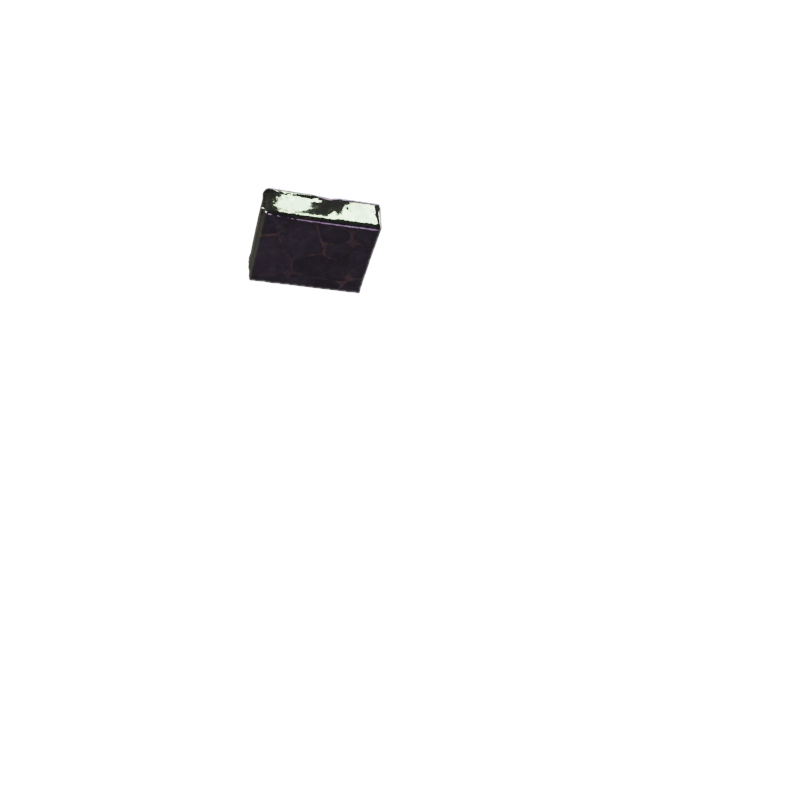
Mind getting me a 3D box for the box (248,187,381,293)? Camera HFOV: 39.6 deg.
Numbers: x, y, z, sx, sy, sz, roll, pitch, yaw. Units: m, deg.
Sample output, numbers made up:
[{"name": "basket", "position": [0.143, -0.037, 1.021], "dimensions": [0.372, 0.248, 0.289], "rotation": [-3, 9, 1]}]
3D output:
[{"name": "box", "position": [-0.065, -0.119, 0.832], "dimensions": [0.088, 0.032, 0.069], "rotation": [8, -41, -9]}]
